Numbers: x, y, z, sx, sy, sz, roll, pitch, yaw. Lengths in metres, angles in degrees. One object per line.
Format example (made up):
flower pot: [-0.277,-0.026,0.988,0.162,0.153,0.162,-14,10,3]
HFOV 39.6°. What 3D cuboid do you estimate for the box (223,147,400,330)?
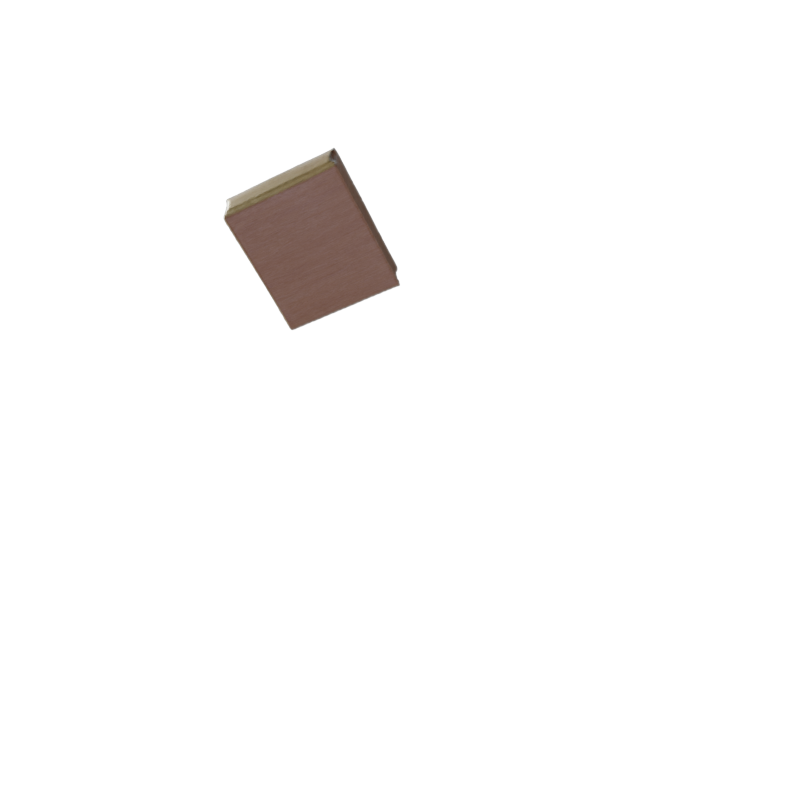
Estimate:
box: [-0.051,-0.094,0.656,0.073,0.084,0.032,-24,27,12]
